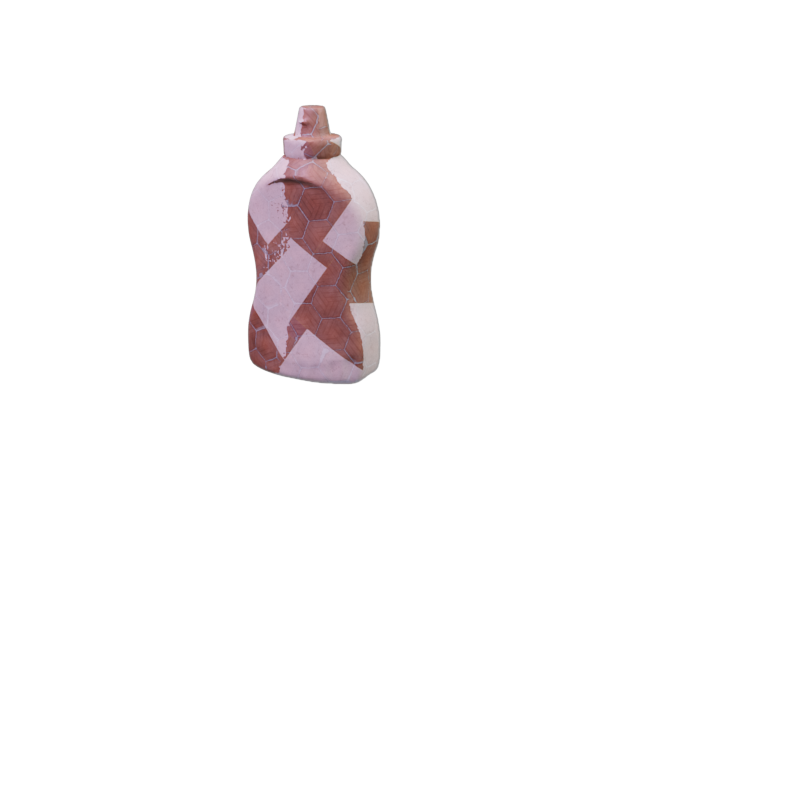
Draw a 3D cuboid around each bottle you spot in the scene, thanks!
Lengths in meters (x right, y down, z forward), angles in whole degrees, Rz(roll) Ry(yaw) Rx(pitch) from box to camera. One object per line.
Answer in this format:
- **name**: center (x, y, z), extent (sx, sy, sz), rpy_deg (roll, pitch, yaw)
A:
- **bottle**: center (-0.062, -0.112, 0.783), extent (0.100, 0.185, 0.058), rpy_deg (9, 16, 28)
